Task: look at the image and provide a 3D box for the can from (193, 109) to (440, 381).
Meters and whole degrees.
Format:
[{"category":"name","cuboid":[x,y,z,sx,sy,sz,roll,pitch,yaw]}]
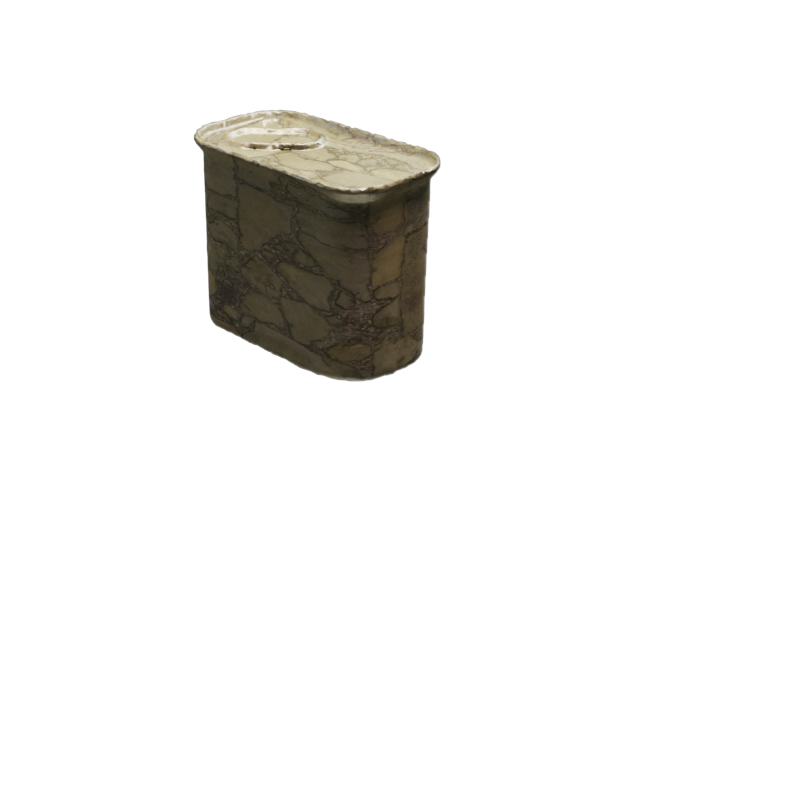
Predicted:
[{"category":"can","cuboid":[-0.035,-0.064,0.450,0.108,0.079,0.057,25,35,37]}]
